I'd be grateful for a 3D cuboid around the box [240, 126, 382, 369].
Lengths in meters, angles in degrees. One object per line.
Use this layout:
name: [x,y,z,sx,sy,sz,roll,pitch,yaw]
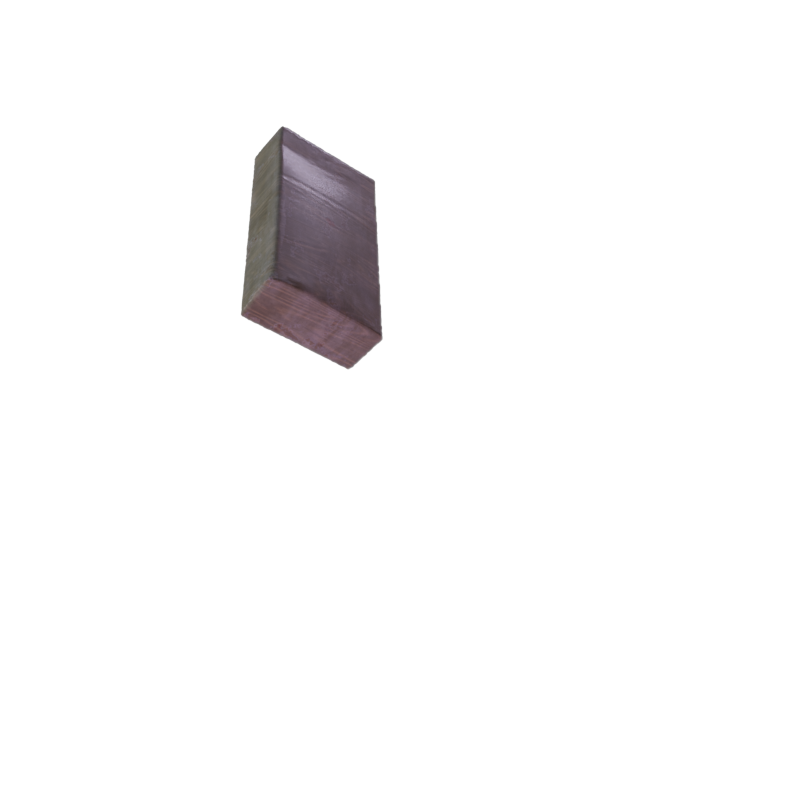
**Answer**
box: [-0.063,-0.114,0.801,0.089,0.189,0.047,27,-54,-25]
